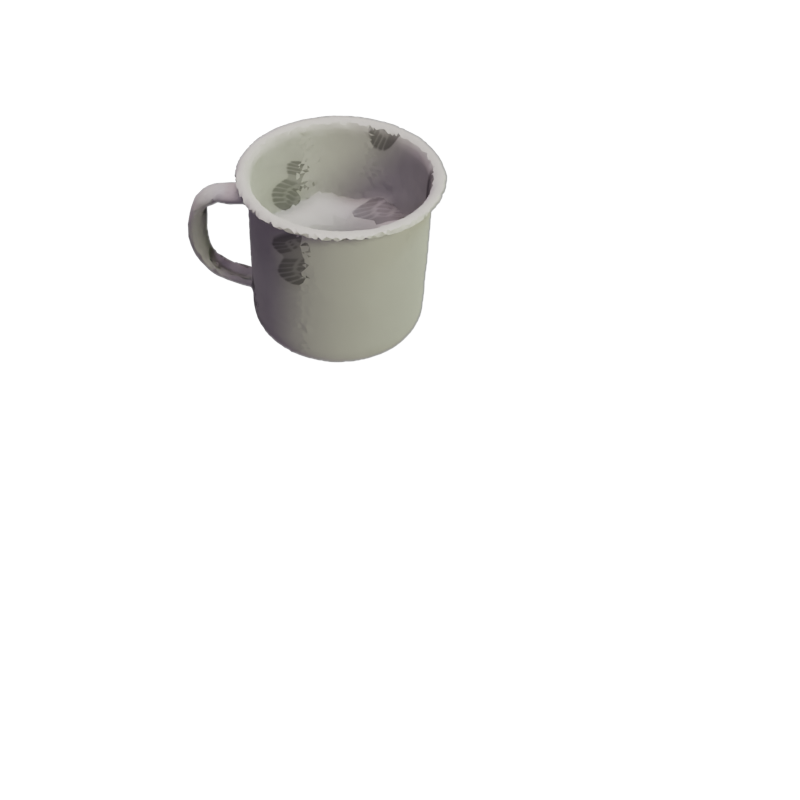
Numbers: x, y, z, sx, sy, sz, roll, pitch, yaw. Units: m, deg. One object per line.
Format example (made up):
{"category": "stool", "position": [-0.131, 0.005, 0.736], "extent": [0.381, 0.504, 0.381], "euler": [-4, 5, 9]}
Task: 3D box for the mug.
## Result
{"category": "mug", "position": [-0.040, -0.073, 0.512], "extent": [0.117, 0.076, 0.100], "euler": [3, 43, 2]}
